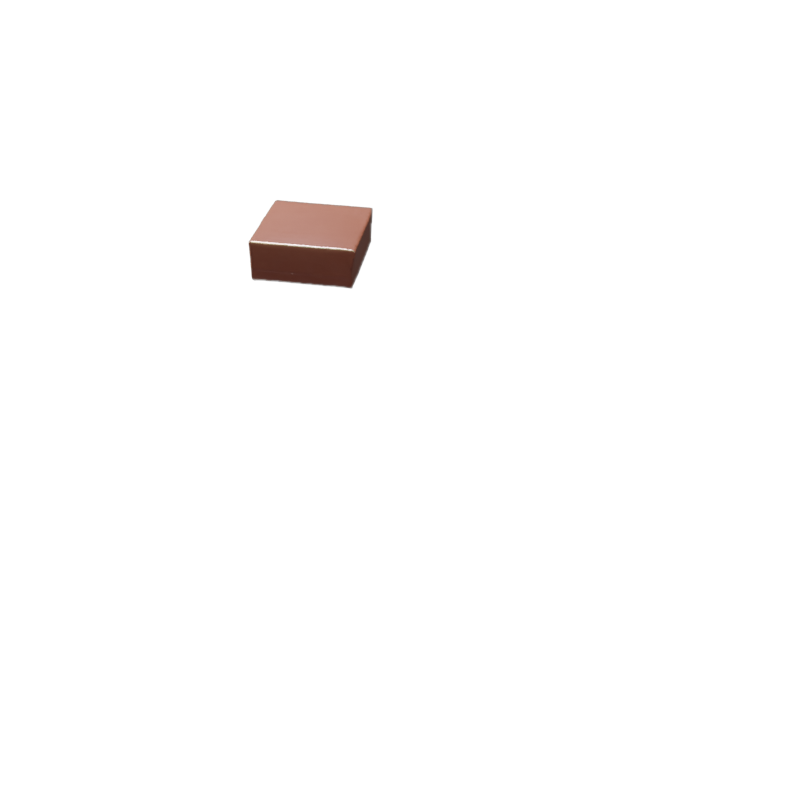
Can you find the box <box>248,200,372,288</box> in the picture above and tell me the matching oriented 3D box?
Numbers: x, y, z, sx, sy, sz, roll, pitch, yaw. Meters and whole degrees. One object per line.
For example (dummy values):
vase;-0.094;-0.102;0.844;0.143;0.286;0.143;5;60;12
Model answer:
box;-0.075;-0.136;0.953;0.091;0.037;0.119;4;29;6
